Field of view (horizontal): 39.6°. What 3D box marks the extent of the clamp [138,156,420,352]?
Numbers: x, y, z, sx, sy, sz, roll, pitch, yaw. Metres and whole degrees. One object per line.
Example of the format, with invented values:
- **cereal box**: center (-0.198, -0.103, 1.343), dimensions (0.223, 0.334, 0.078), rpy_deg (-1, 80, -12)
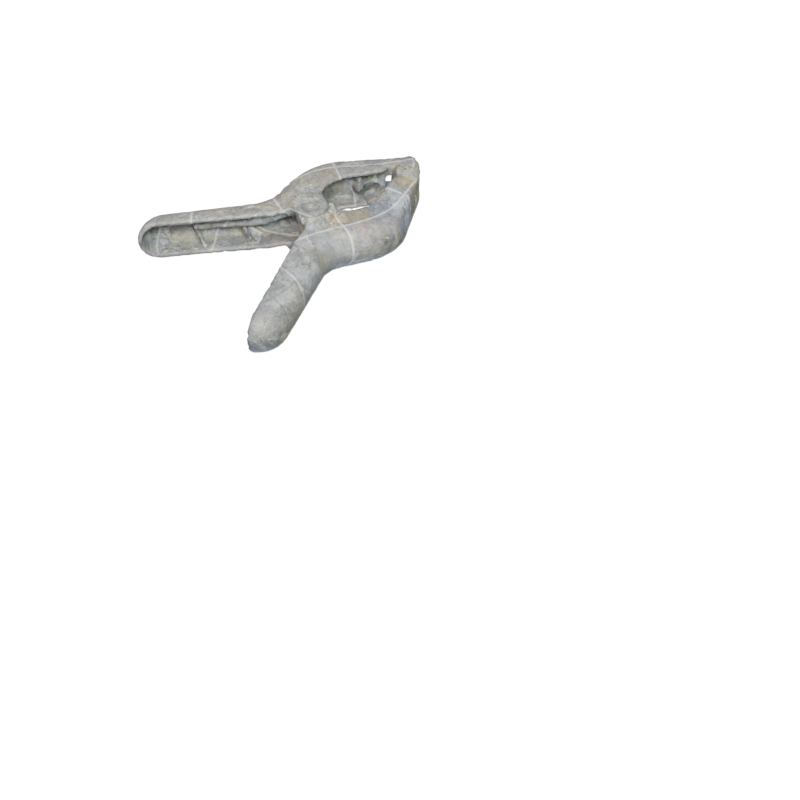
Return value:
- **clamp**: center (-0.049, -0.090, 0.629), dimensions (0.170, 0.036, 0.129), rpy_deg (-25, 54, -20)
